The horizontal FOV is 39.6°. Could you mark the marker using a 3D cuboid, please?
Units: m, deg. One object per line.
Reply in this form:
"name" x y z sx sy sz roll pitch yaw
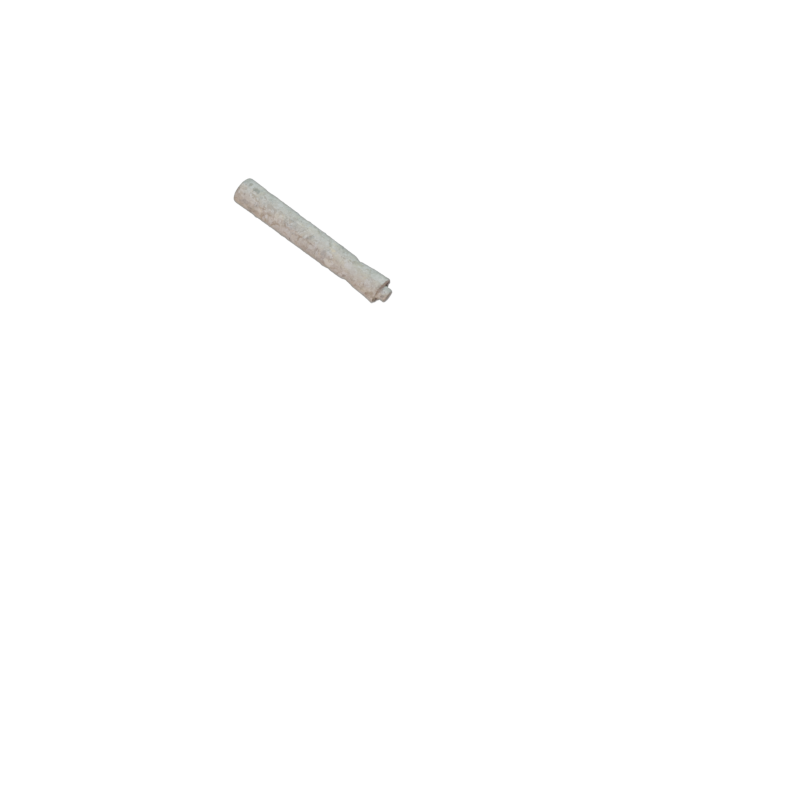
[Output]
"marker" -0.055 -0.101 0.706 0.126 0.019 0.019 38 15 17
